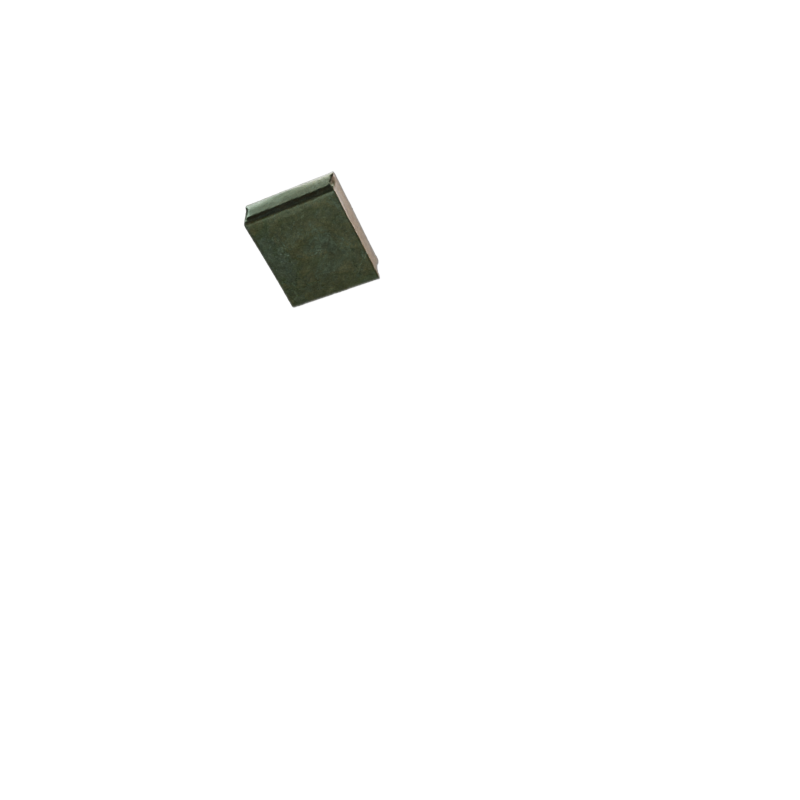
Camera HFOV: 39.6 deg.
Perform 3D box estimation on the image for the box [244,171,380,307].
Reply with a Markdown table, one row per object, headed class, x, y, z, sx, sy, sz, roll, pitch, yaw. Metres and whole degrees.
| class | x | y | z | sx | sy | sz | roll | pitch | yaw |
| --- | --- | --- | --- | --- | --- | --- | --- | --- | --- |
| box | -0.065 | -0.118 | 0.829 | 0.073 | 0.083 | 0.032 | -19 | 36 | 14 |
